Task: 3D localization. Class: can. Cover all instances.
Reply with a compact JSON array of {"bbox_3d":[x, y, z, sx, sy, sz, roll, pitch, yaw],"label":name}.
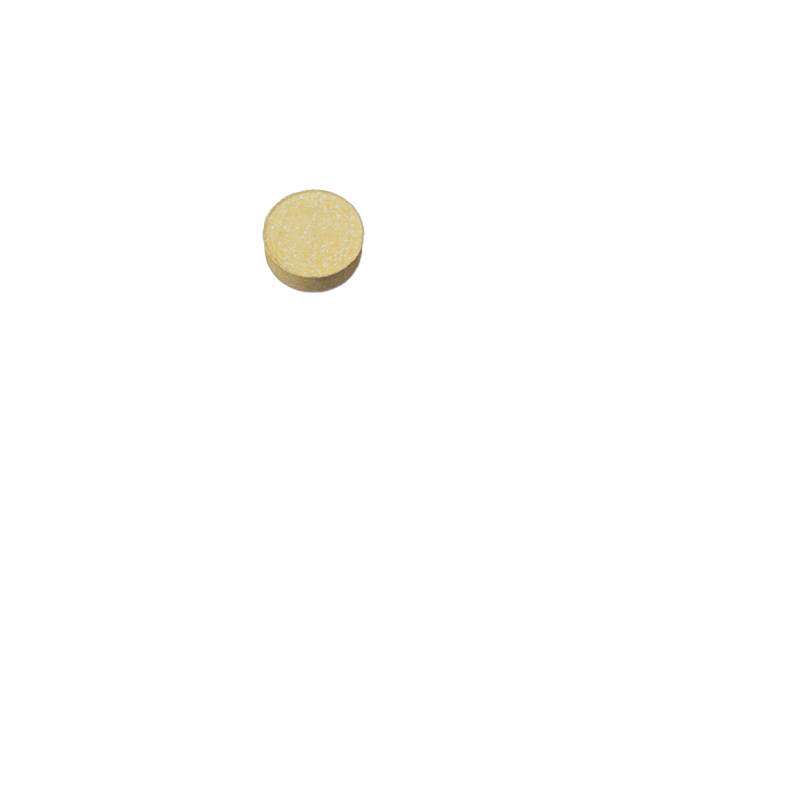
[{"bbox_3d":[-0.074,-0.135,0.947,0.086,0.091,0.032,-1,-28,-1],"label":"can"}]
